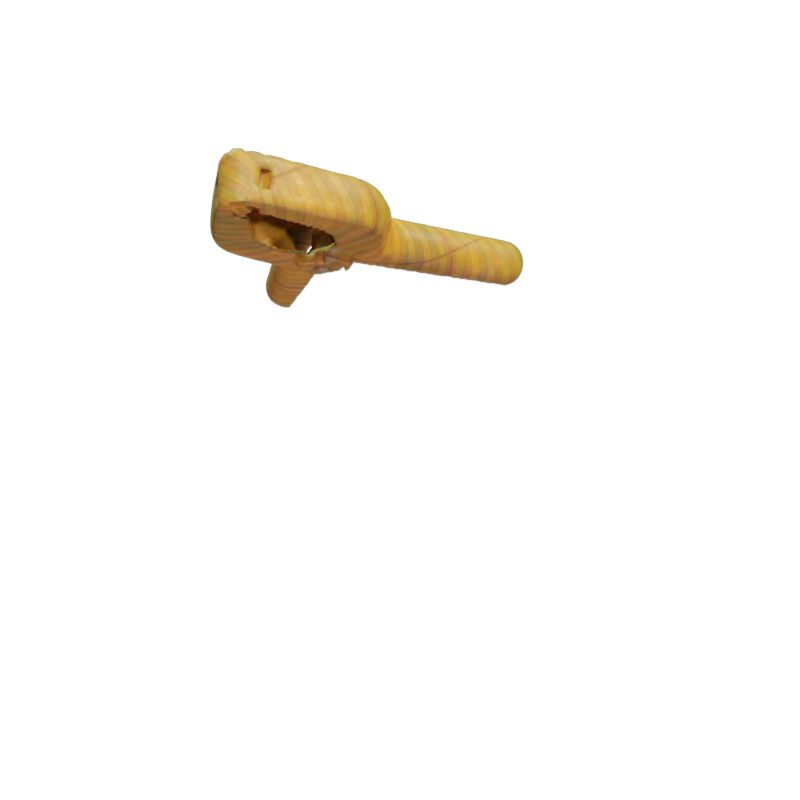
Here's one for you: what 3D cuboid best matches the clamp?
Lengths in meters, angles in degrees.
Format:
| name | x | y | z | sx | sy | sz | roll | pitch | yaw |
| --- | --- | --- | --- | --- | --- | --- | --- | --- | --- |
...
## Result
| name | x | y | z | sx | sy | sz | roll | pitch | yaw |
| --- | --- | --- | --- | --- | --- | --- | --- | --- | --- |
| clamp | -0.048 | -0.087 | 0.607 | 0.168 | 0.038 | 0.198 | -6 | -12 | 31 |
